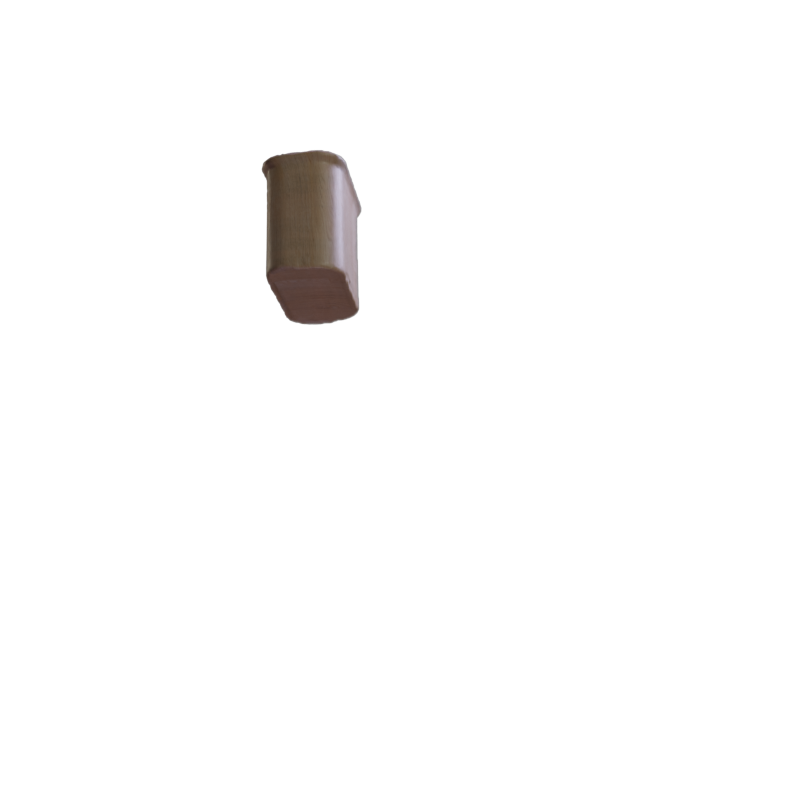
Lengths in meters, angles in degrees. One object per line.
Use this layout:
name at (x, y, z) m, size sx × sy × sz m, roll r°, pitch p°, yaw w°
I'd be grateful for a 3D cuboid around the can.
can at (-0.059, -0.108, 0.754) m, size 0.058 × 0.088 × 0.096 m, roll -4°, pitch -22°, yaw 7°
